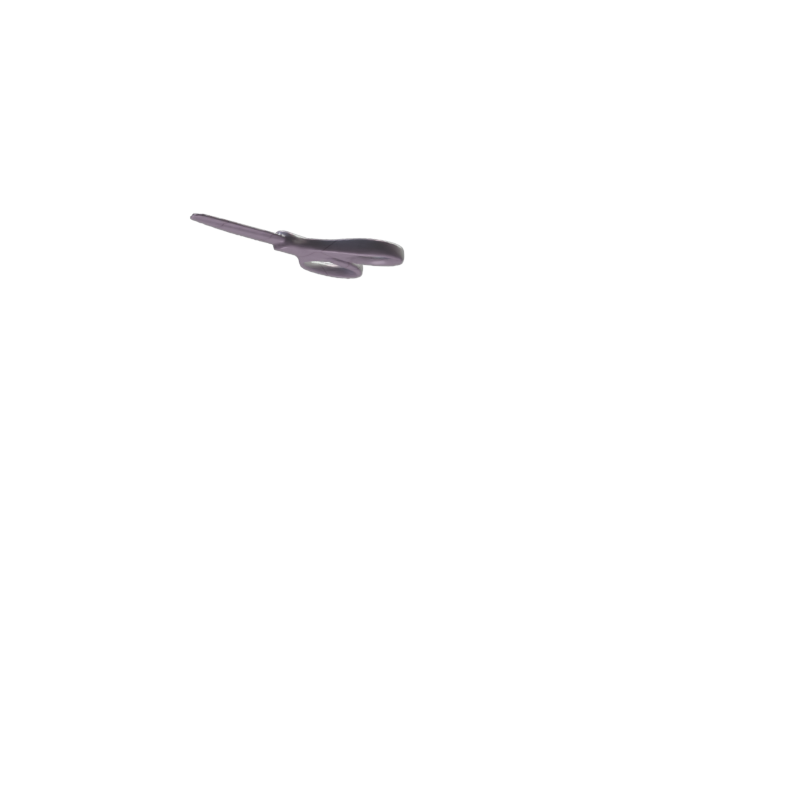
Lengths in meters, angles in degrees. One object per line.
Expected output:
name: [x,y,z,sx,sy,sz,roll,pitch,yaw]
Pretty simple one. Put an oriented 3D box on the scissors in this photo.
scissors: [-0.066,-0.121,0.847,0.098,0.016,0.191,-3,-8,24]
